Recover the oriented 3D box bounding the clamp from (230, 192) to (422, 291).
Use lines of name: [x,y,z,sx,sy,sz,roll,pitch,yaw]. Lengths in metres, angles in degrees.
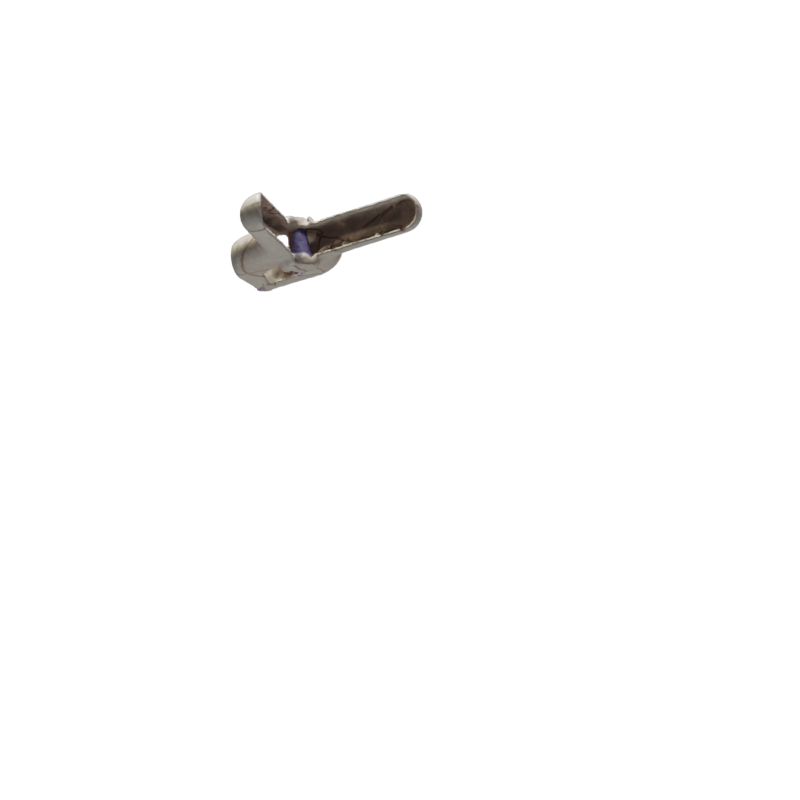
clamp: [-0.060,-0.109,0.762,0.118,0.040,0.170,2,-7,-14]
